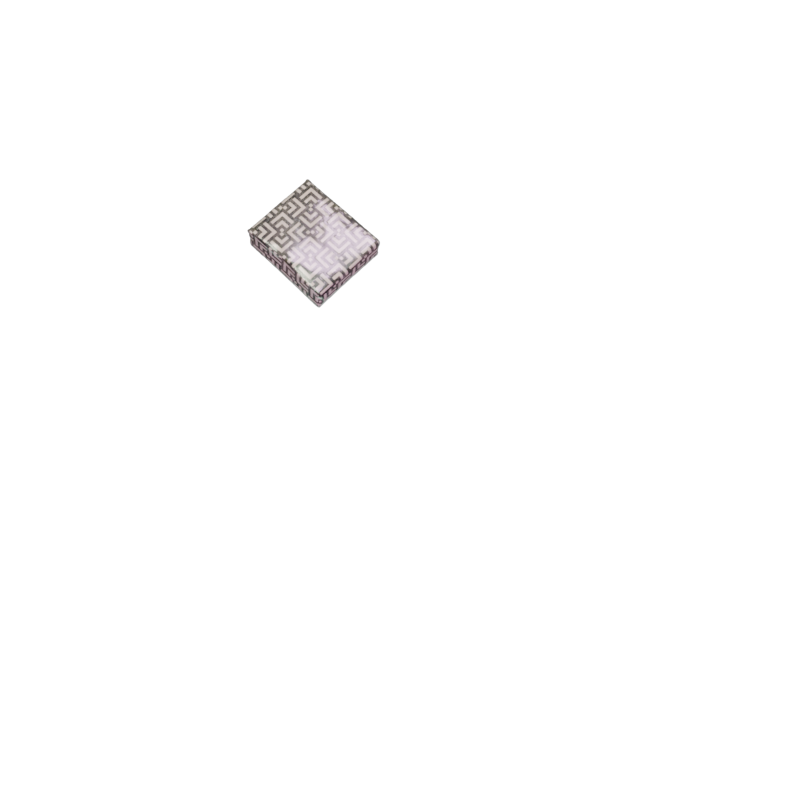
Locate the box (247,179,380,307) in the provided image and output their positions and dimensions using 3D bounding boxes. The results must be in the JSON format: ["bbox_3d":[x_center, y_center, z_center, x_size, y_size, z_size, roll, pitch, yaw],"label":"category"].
[{"bbox_3d":[-0.074,-0.135,0.947,0.074,0.093,0.028,-42,-18,-18],"label":"box"}]
